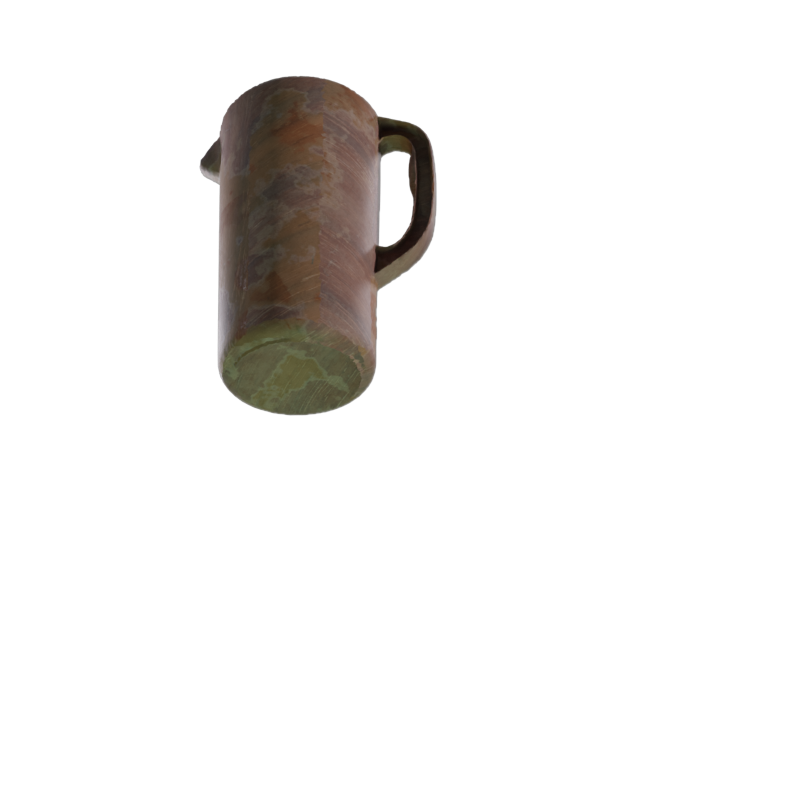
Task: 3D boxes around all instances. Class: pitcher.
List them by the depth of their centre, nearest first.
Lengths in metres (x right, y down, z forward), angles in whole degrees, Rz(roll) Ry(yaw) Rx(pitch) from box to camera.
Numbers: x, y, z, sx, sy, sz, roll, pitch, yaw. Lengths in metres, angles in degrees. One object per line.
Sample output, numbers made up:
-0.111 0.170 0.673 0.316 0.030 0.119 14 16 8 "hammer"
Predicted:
-0.064 -0.117 0.822 0.138 0.261 0.146 23 -44 -29 "pitcher"
